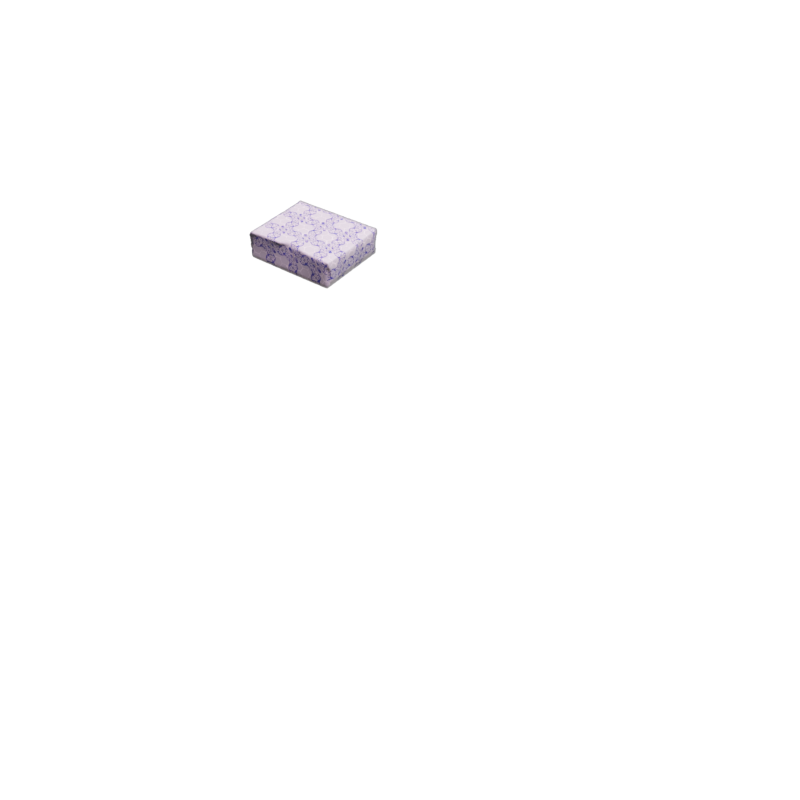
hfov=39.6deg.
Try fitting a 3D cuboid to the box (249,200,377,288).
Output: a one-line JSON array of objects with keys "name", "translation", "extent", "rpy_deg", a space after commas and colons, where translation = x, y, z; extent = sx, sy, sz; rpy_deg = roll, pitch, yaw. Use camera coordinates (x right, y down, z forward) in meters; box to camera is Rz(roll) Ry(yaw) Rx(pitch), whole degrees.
[{"name": "box", "translation": [-0.077, -0.141, 0.987], "extent": [0.094, 0.028, 0.074], "rpy_deg": [24, 43, 28]}]
